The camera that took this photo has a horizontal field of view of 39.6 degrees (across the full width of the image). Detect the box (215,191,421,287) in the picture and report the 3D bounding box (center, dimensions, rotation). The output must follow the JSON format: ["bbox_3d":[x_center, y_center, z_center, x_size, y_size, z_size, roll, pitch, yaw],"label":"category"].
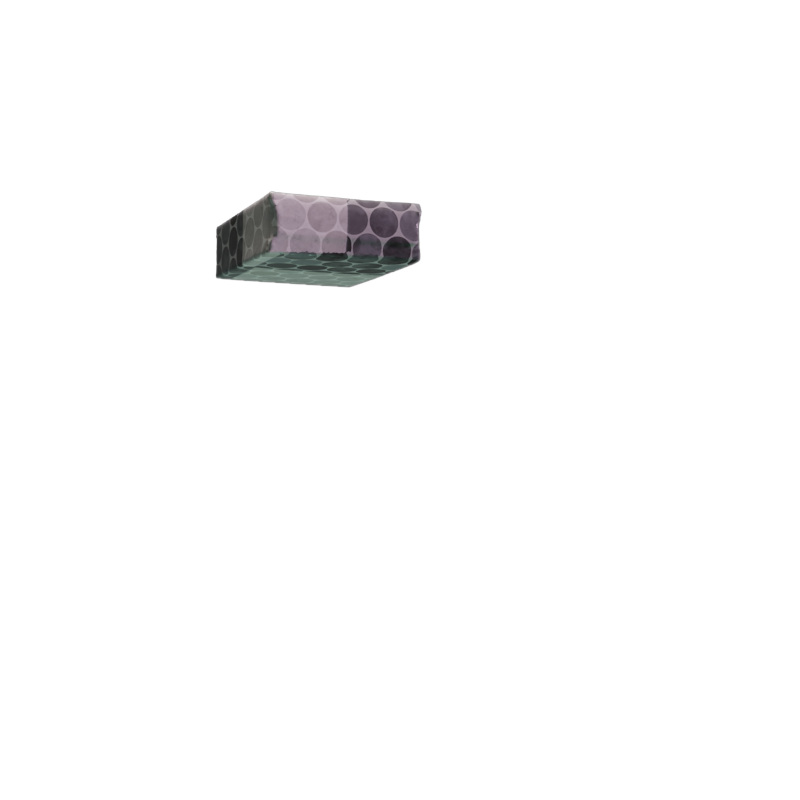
[{"bbox_3d":[-0.041,-0.075,0.523,0.071,0.031,0.090,2,-4,-22],"label":"box"}]
